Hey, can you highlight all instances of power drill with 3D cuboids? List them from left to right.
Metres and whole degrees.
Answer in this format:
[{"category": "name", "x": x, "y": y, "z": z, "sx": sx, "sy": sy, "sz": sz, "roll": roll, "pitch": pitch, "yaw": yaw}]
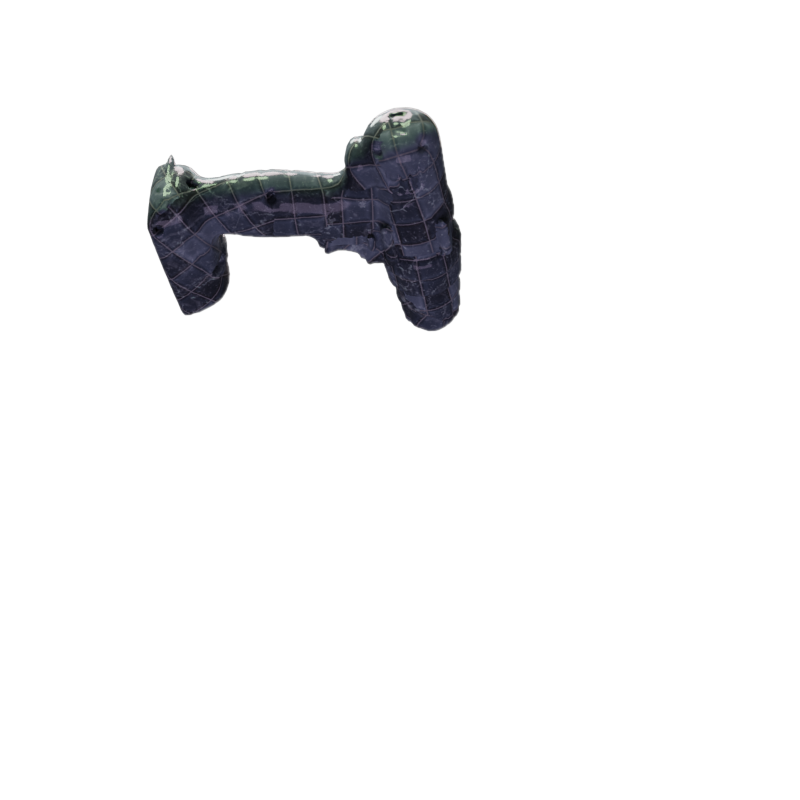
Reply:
[{"category": "power drill", "x": -0.056, "y": -0.102, "z": 0.711, "sx": 0.189, "sy": 0.062, "sz": 0.170, "roll": -6, "pitch": -40, "yaw": 7}]
